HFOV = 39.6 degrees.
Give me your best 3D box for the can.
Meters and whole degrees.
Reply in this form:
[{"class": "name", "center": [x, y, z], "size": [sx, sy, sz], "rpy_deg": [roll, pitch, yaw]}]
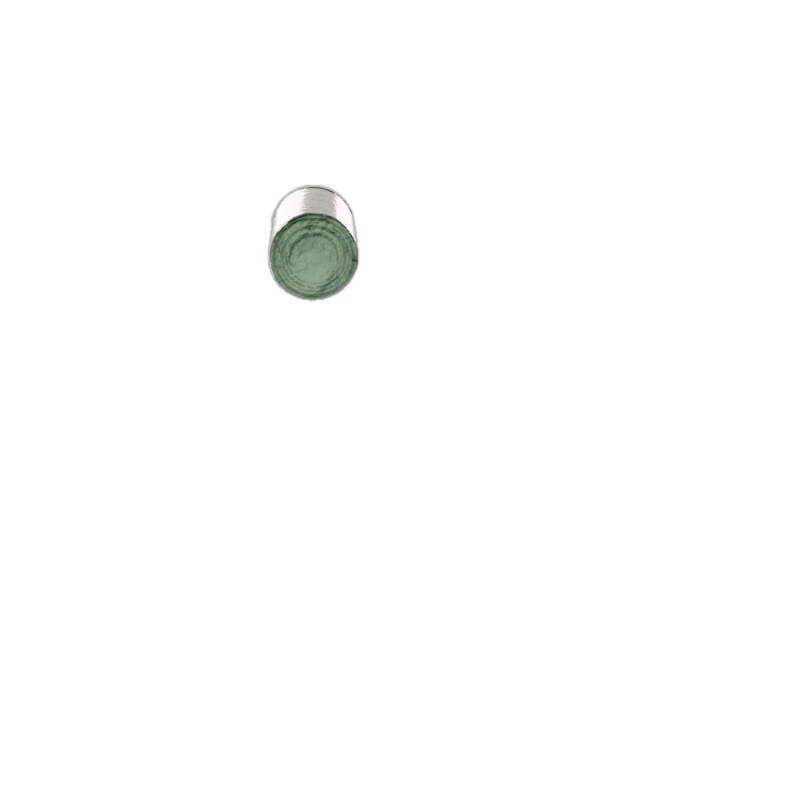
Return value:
[{"class": "can", "center": [-0.067, -0.123, 0.861], "size": [0.068, 0.066, 0.107], "rpy_deg": [0, 20, -3]}]
